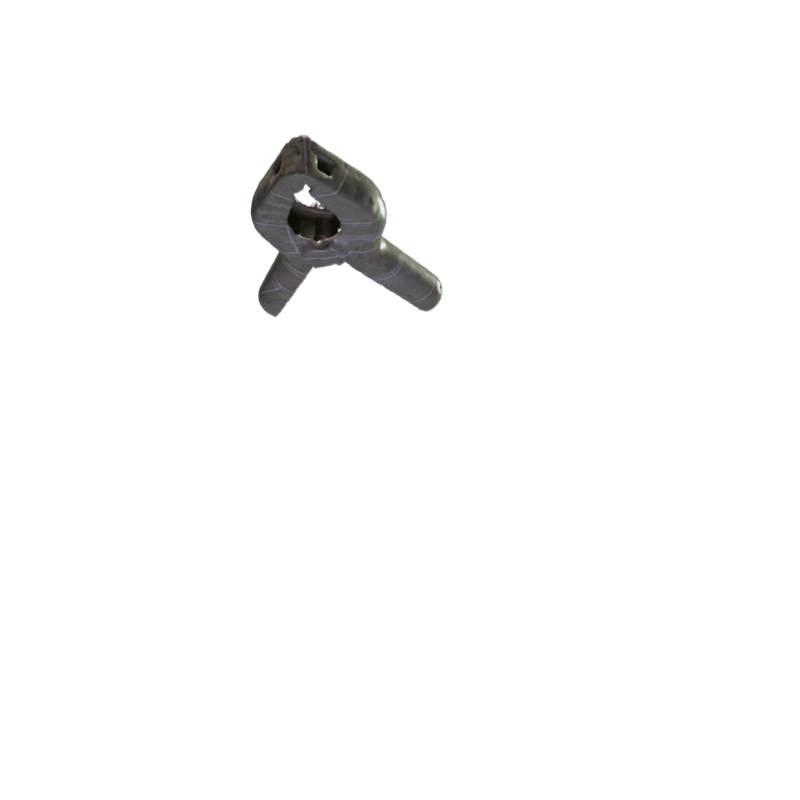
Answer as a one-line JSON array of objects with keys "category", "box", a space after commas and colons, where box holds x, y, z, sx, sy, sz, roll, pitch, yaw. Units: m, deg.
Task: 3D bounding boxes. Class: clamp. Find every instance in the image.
[{"category": "clamp", "box": [-0.053, -0.096, 0.673, 0.122, 0.042, 0.158, -11, -33, 16]}]
